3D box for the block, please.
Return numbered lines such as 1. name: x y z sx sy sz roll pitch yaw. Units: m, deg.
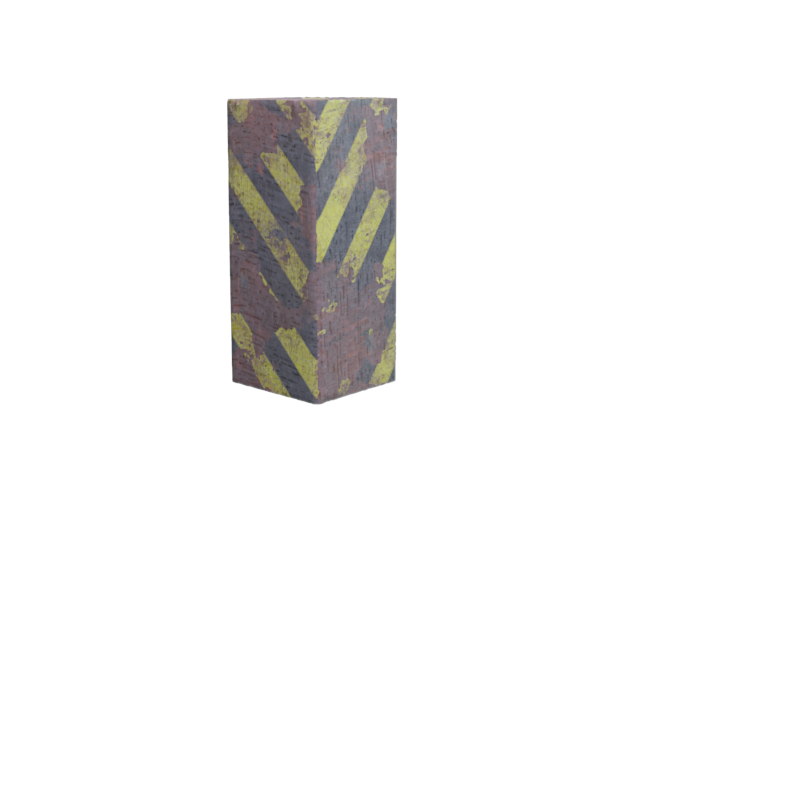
1. block: -0.063 -0.114 0.798 0.095 0.202 0.088 9 13 40
